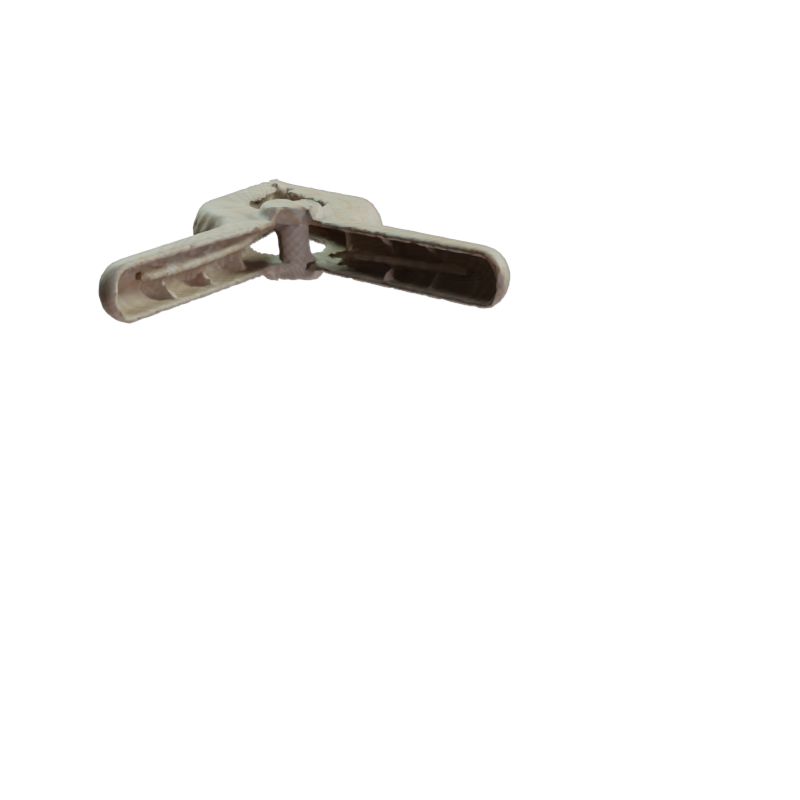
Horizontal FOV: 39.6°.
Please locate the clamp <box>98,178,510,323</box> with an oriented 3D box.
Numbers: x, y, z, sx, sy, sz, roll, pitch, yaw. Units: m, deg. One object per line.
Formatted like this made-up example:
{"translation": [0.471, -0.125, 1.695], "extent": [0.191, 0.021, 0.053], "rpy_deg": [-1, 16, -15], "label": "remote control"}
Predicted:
{"translation": [-0.041, -0.075, 0.527], "extent": [0.165, 0.035, 0.218], "rpy_deg": [0, 19, -1], "label": "clamp"}
